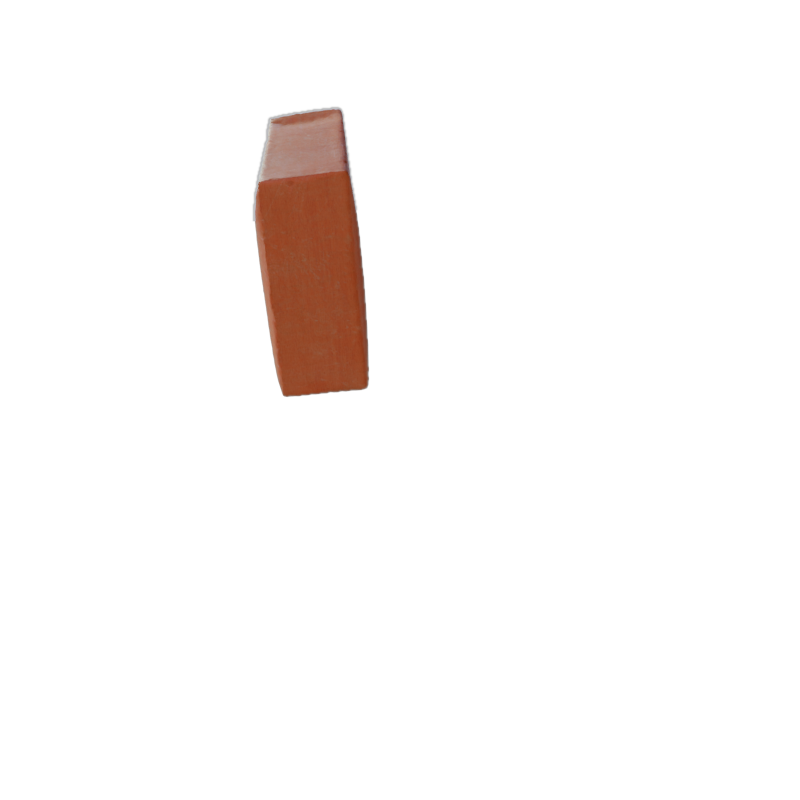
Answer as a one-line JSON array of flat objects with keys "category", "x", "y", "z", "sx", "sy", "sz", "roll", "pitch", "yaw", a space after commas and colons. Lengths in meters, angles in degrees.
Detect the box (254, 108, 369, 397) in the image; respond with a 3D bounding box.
[{"category": "box", "x": -0.068, "y": -0.123, "z": 0.865, "sx": 0.072, "sy": 0.156, "sz": 0.225, "roll": -6, "pitch": 23, "yaw": -1}]
